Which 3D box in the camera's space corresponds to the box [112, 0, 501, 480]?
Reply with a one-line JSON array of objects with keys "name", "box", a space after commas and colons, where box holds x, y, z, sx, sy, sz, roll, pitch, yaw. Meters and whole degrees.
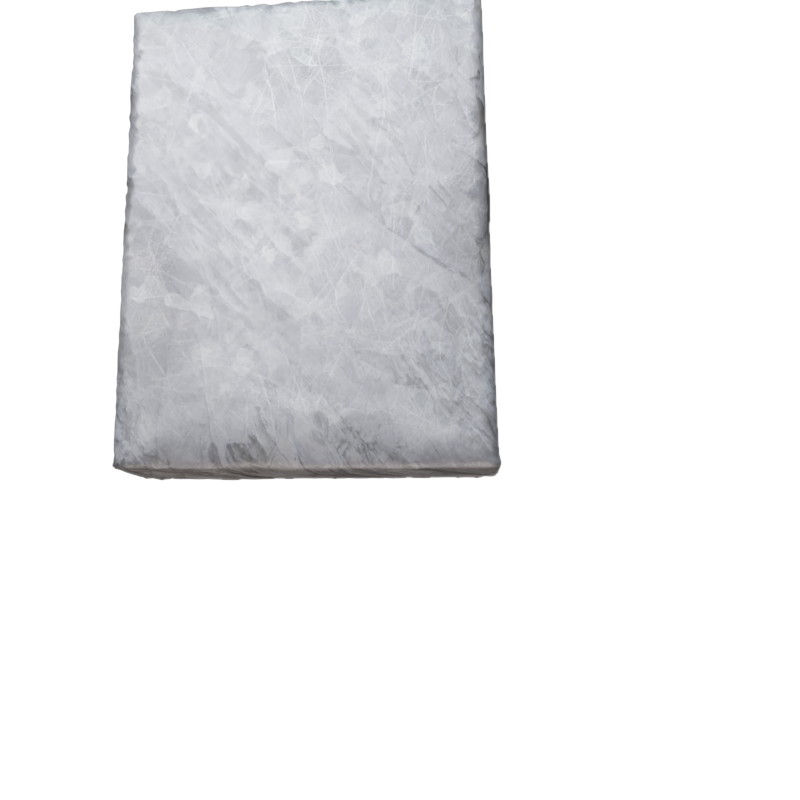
[{"name": "box", "box": [-0.040, -0.073, 0.512, 0.165, 0.222, 0.069, -2, -15, 6]}]
